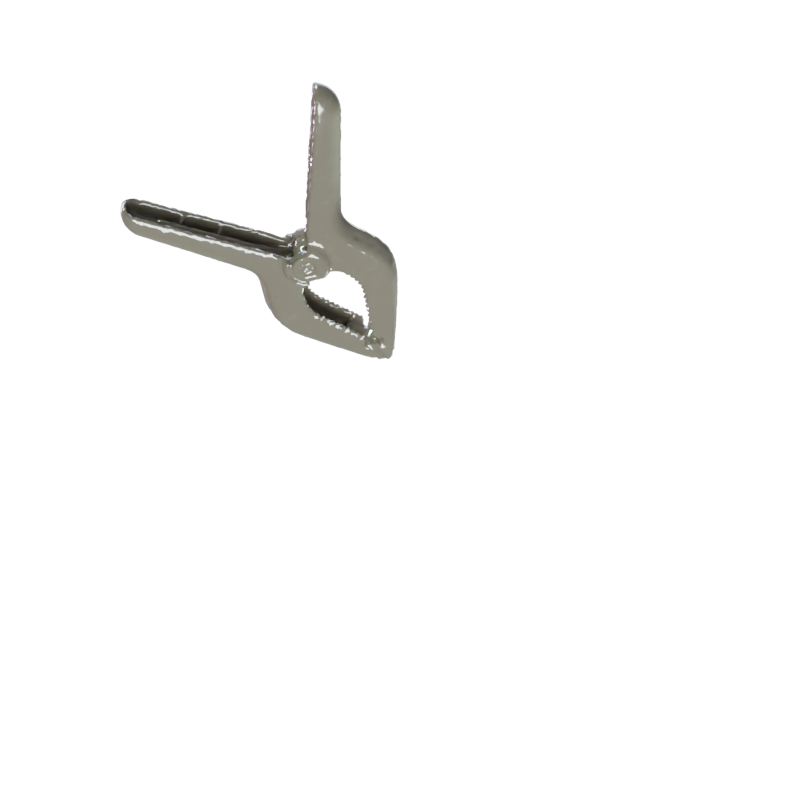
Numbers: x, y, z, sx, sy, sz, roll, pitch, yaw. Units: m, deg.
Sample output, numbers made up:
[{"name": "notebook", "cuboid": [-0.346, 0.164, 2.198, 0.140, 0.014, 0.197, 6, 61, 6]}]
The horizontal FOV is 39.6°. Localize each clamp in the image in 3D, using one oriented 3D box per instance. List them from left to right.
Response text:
[{"name": "clamp", "cuboid": [-0.058, -0.106, 0.741, 0.163, 0.039, 0.197, -33, -58, 24]}]
